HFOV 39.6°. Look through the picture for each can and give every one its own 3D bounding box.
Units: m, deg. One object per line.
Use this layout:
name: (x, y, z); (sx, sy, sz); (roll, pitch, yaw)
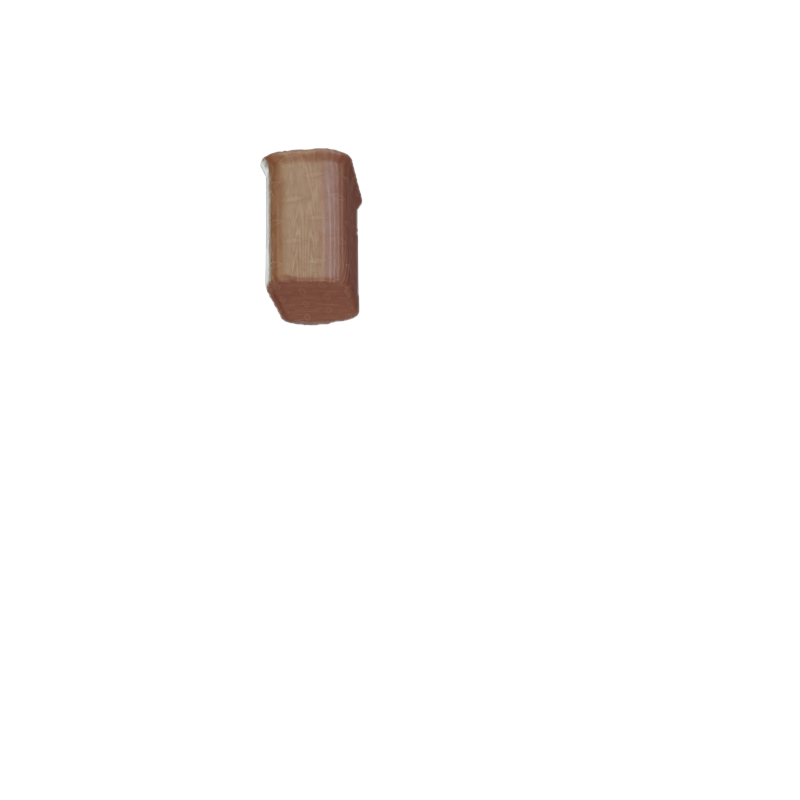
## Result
can: (-0.055, -0.101, 0.704); (0.058, 0.087, 0.097); (-2, -16, 4)
